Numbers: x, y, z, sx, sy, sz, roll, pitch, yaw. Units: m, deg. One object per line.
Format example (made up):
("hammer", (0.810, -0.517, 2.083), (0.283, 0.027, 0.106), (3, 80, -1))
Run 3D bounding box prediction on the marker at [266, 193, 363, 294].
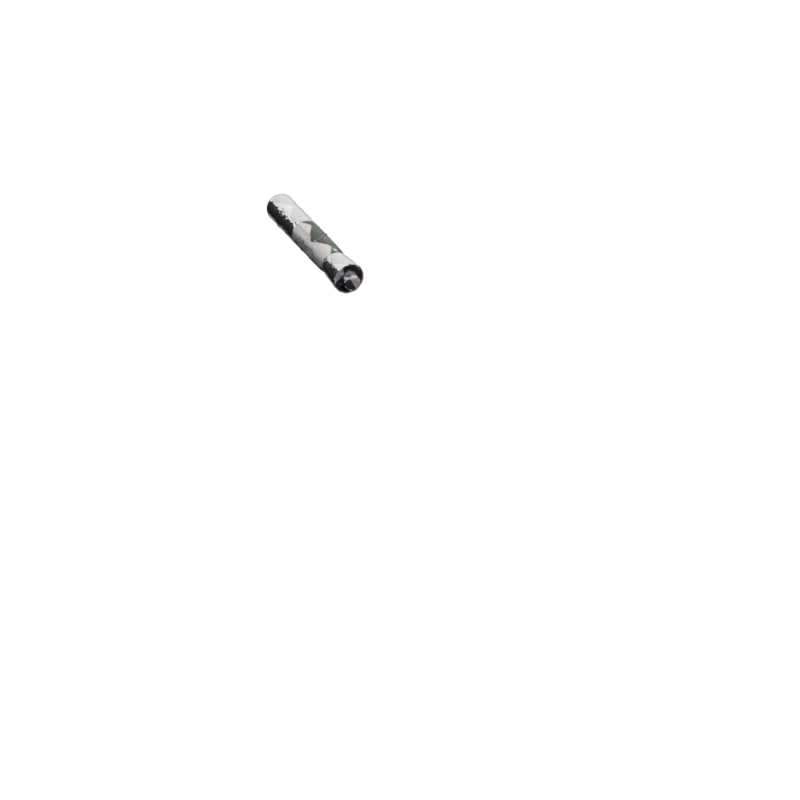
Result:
("marker", (-0.053, -0.097, 0.676), (0.019, 0.019, 0.130), (-2, 29, -26))
